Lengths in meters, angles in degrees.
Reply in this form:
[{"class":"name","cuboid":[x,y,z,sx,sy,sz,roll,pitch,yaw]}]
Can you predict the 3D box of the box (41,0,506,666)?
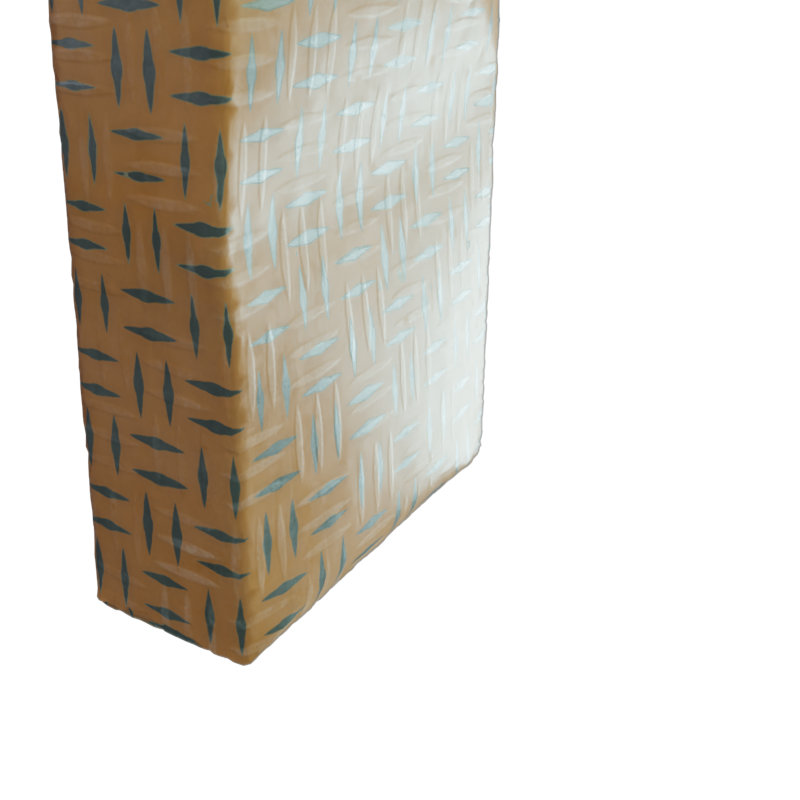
[{"class":"box","cuboid":[-0.029,-0.053,0.371,0.075,0.205,0.164,12,23,28]}]
